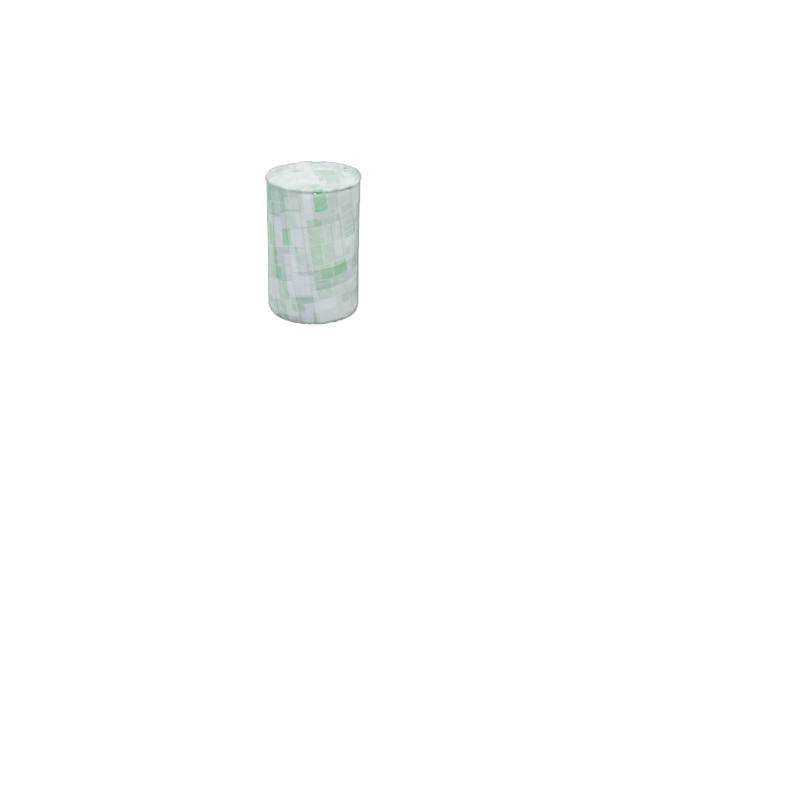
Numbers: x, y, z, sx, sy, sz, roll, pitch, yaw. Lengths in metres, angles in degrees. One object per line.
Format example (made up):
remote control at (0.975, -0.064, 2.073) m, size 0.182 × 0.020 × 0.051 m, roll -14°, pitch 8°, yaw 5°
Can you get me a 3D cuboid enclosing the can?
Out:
can at (-0.063, -0.114, 0.799) m, size 0.068 × 0.097 × 0.072 m, roll 0°, pitch 24°, yaw -2°
